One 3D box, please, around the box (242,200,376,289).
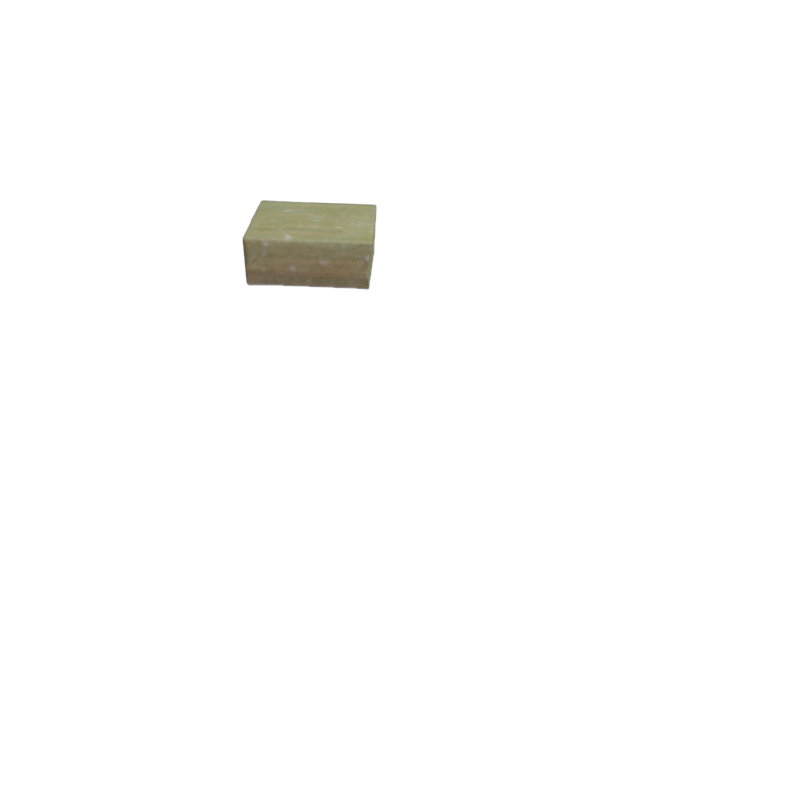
[{"bbox_3d":[-0.063,-0.115,0.805,0.090,0.037,0.119,1,24,1],"label":"box"}]
